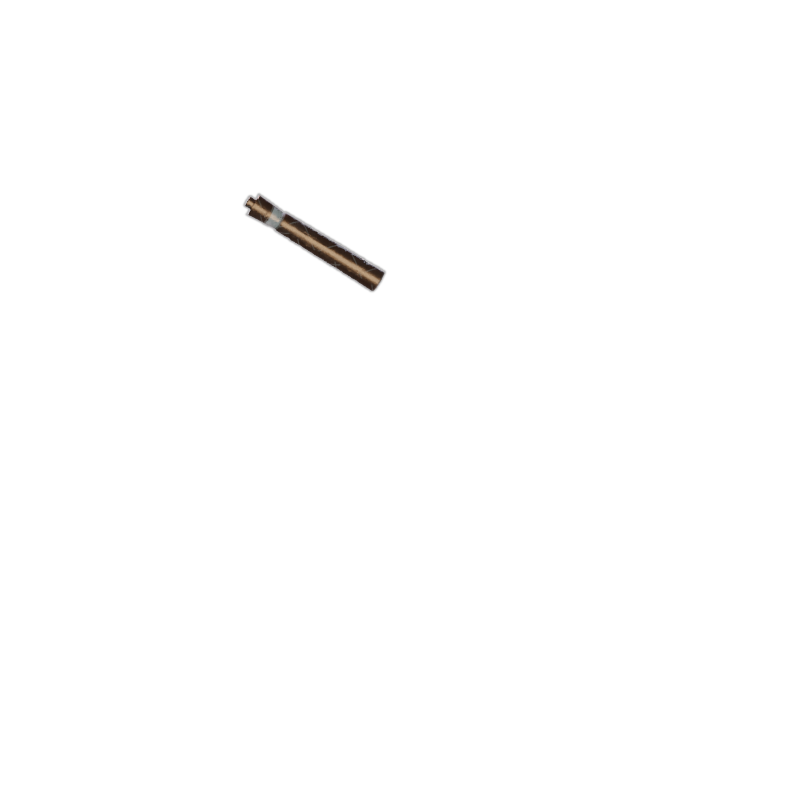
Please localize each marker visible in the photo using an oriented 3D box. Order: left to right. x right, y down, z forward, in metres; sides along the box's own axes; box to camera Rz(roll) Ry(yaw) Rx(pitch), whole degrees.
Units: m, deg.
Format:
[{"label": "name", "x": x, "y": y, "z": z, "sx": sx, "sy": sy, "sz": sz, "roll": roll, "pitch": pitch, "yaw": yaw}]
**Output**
[{"label": "marker", "x": -0.067, "y": -0.123, "z": 0.861, "sx": 0.120, "sy": 0.020, "sz": 0.020, "roll": 31, "pitch": 1, "yaw": -3}]
